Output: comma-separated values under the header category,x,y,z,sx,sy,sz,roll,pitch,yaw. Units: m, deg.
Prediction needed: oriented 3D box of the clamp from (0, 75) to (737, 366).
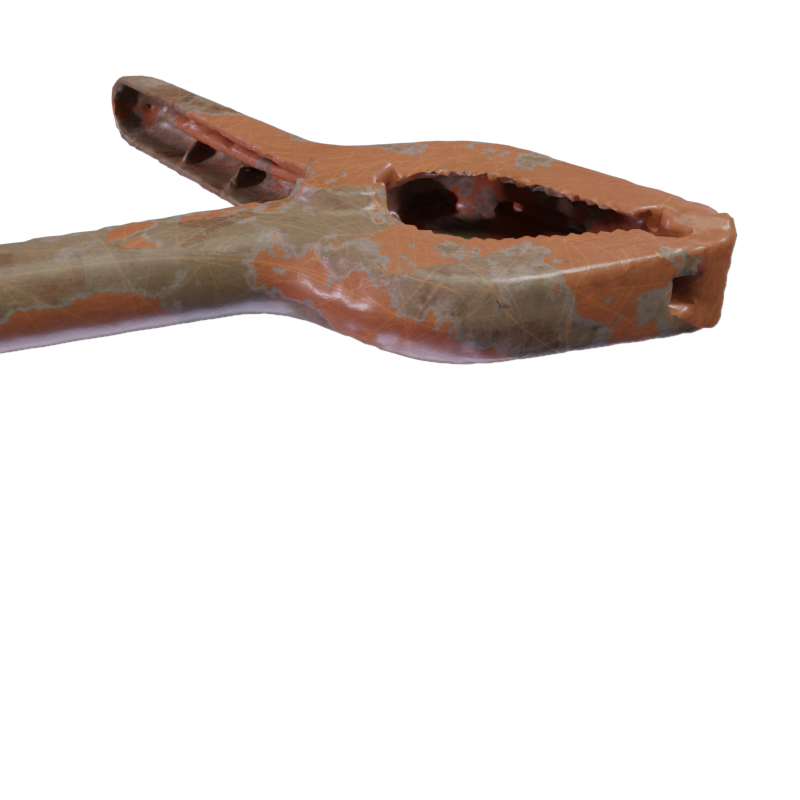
category,x,y,z,sx,sy,sz,roll,pitch,yaw
clamp,-0.023,-0.042,0.298,0.216,0.034,0.170,11,35,16
